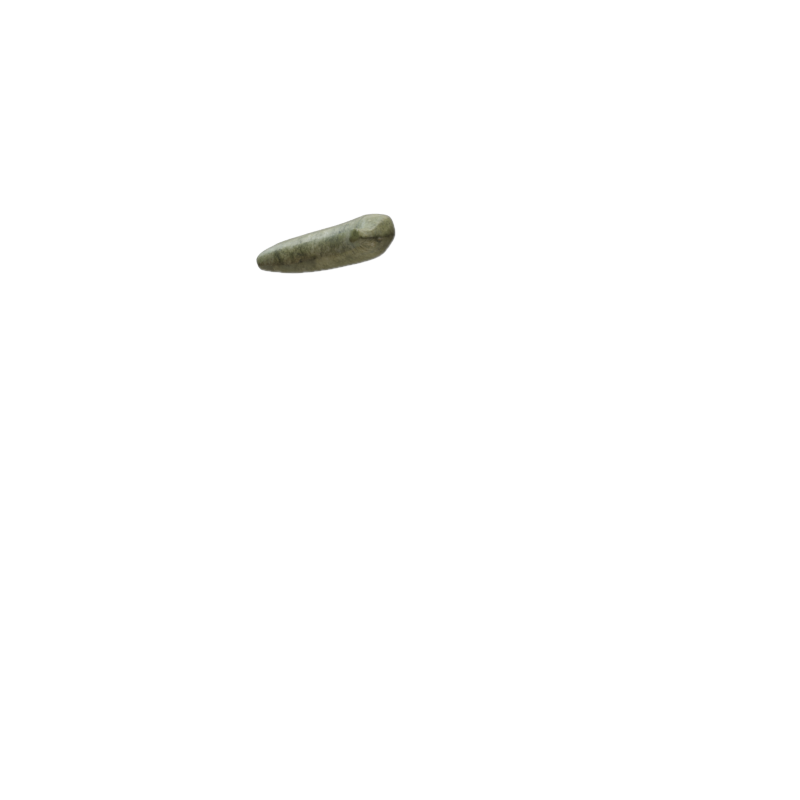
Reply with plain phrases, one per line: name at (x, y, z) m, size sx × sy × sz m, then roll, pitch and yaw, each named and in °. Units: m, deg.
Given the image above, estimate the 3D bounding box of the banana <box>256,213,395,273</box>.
banana at (-0.057, -0.137, 0.966) m, size 0.067 × 0.037 × 0.202 m, roll 2°, pitch -3°, yaw -29°
